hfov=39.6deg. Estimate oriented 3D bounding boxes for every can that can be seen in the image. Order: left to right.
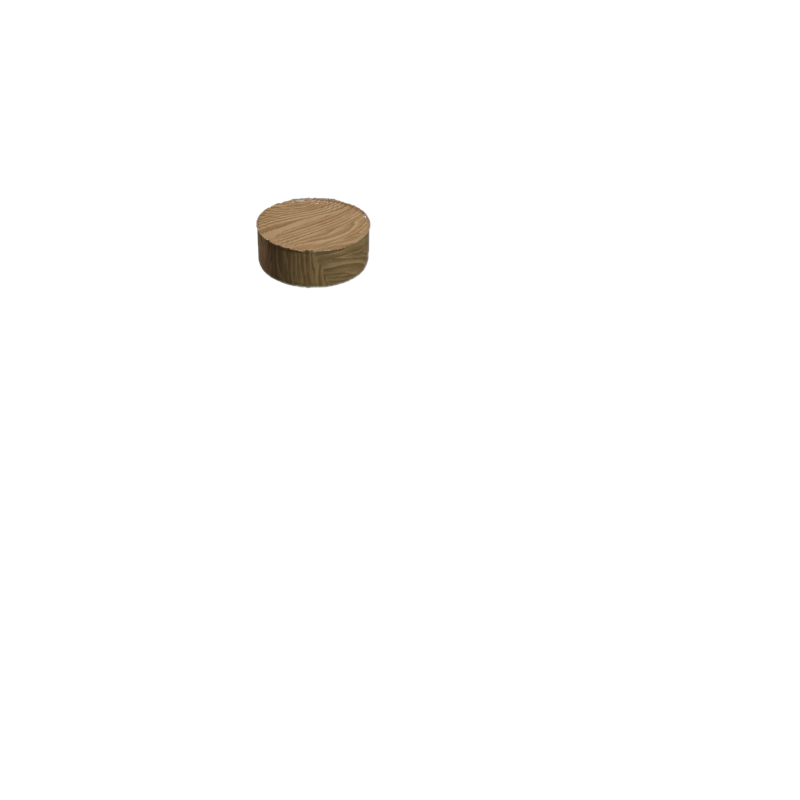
[{"bbox_3d":[-0.066,-0.120,0.839,0.086,0.031,0.092,-1,34,-2],"label":"can"}]
